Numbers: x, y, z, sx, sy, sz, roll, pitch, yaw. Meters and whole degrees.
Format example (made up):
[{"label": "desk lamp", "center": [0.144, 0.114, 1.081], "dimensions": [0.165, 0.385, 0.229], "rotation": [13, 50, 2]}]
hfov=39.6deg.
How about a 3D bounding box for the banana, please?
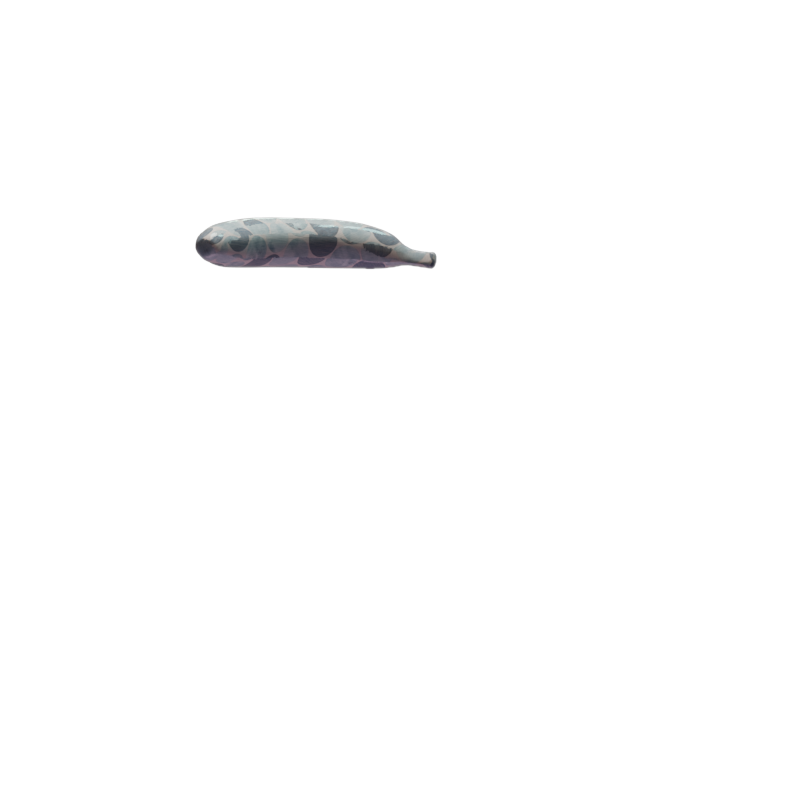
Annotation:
[{"label": "banana", "center": [-0.069, -0.112, 0.789], "dimensions": [0.191, 0.037, 0.072], "rotation": [-4, 6, -36]}]
